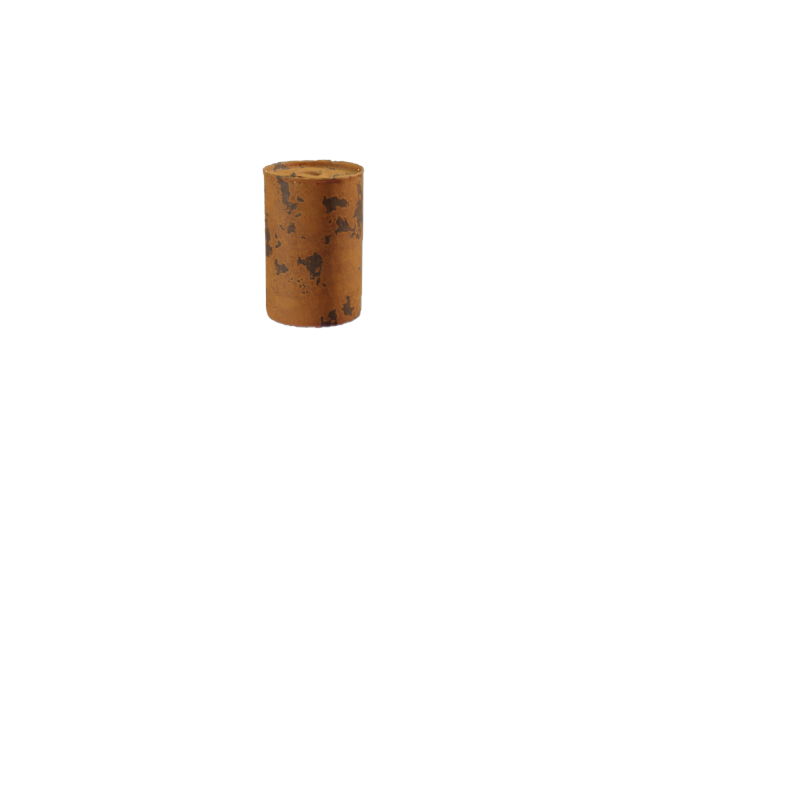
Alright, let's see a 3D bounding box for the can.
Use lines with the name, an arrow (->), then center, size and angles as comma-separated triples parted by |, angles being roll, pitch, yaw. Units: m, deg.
can -> -0.059, -0.107, 0.752 | 0.068, 0.099, 0.071 | 0, 17, -2
